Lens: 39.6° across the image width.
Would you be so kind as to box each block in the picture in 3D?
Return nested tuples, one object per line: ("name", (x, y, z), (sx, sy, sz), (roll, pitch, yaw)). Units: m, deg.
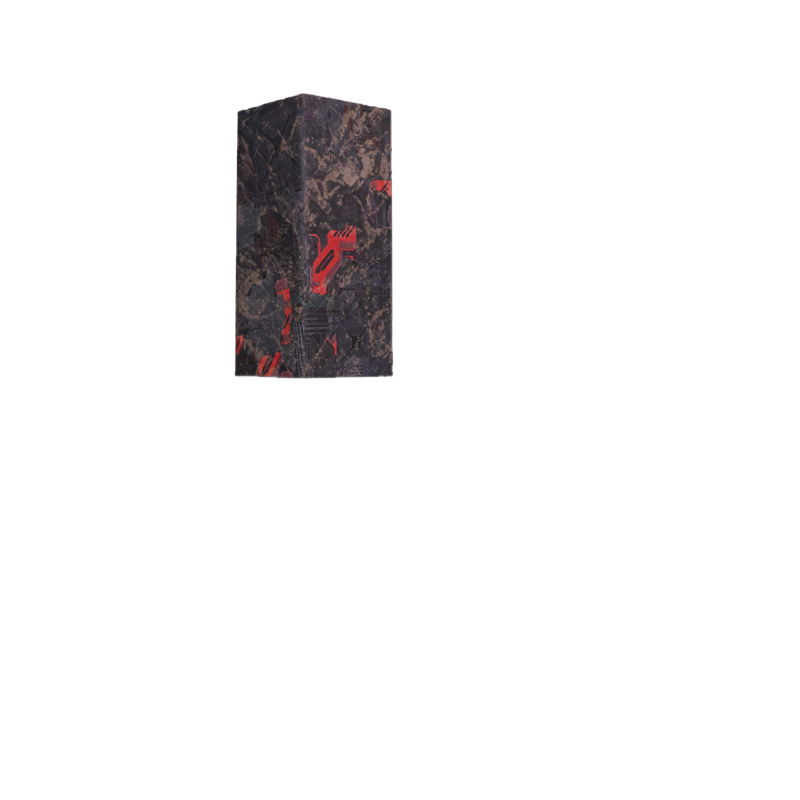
("block", (-0.067, -0.122, 0.854), (0.087, 0.209, 0.093), (3, -6, -41))
